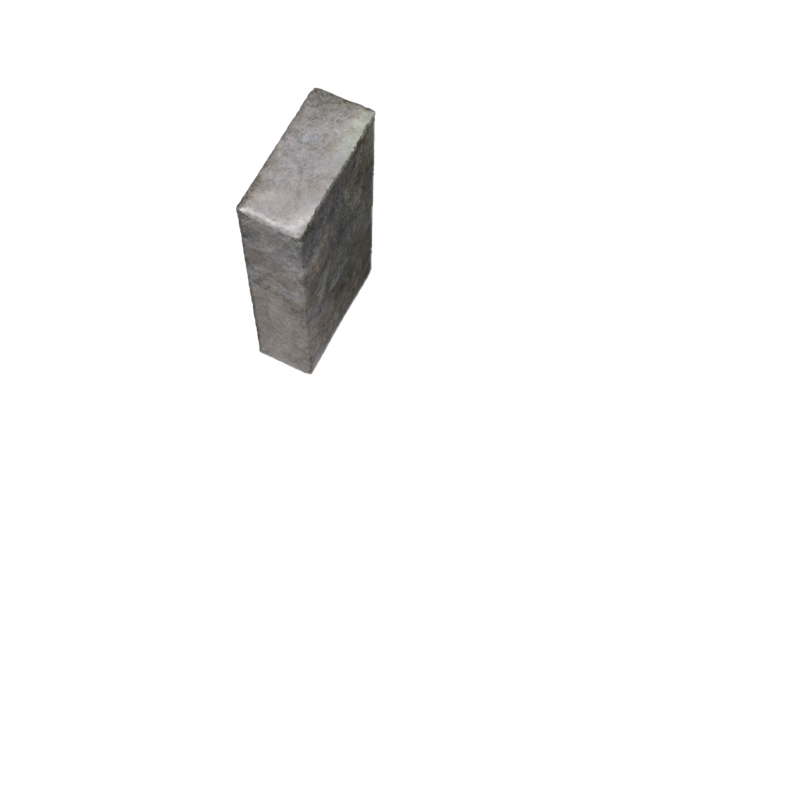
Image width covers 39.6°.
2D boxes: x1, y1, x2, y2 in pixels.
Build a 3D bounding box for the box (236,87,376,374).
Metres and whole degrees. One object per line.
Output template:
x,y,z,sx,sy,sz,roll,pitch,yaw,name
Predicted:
-0.052,-0.094,0.663,0.049,0.096,0.167,25,-23,6,box
